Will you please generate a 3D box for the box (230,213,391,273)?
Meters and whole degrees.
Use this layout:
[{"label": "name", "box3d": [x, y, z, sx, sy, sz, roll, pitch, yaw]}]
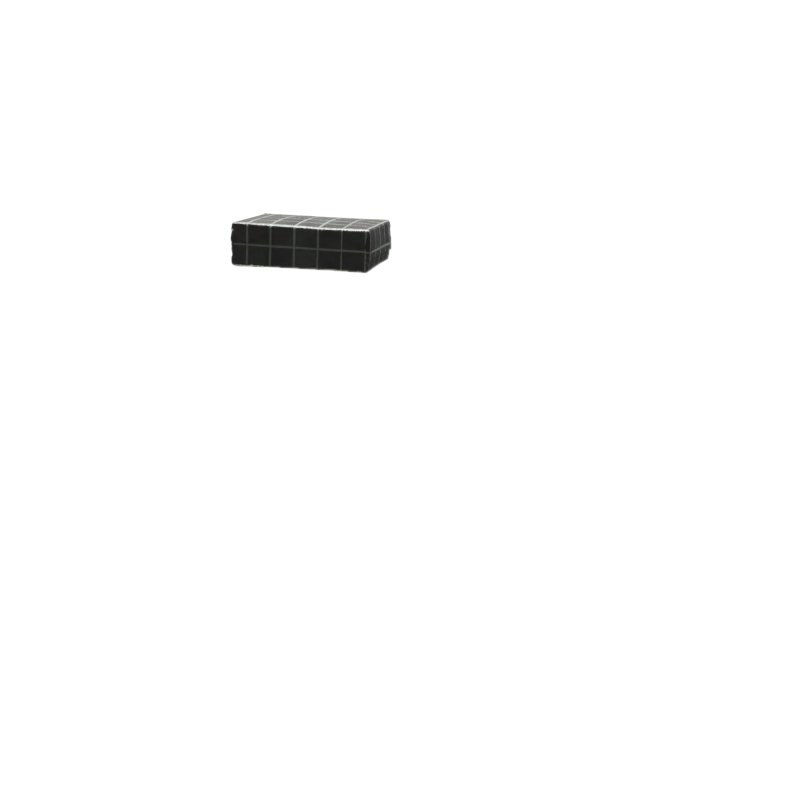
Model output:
[{"label": "box", "box3d": [-0.070, -0.128, 0.895, 0.115, 0.038, 0.090, 3, 12, 12]}]
